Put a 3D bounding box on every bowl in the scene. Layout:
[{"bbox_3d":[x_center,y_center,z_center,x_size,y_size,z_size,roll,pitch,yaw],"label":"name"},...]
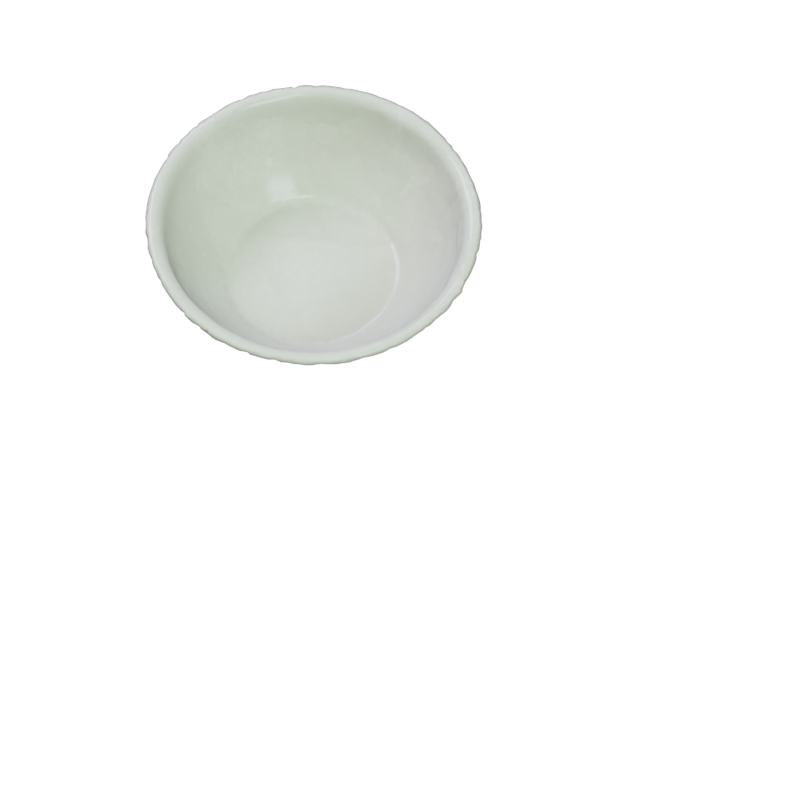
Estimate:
[{"bbox_3d":[-0.043,-0.079,0.554,0.162,0.173,0.052,-1,-30,-1],"label":"bowl"}]
